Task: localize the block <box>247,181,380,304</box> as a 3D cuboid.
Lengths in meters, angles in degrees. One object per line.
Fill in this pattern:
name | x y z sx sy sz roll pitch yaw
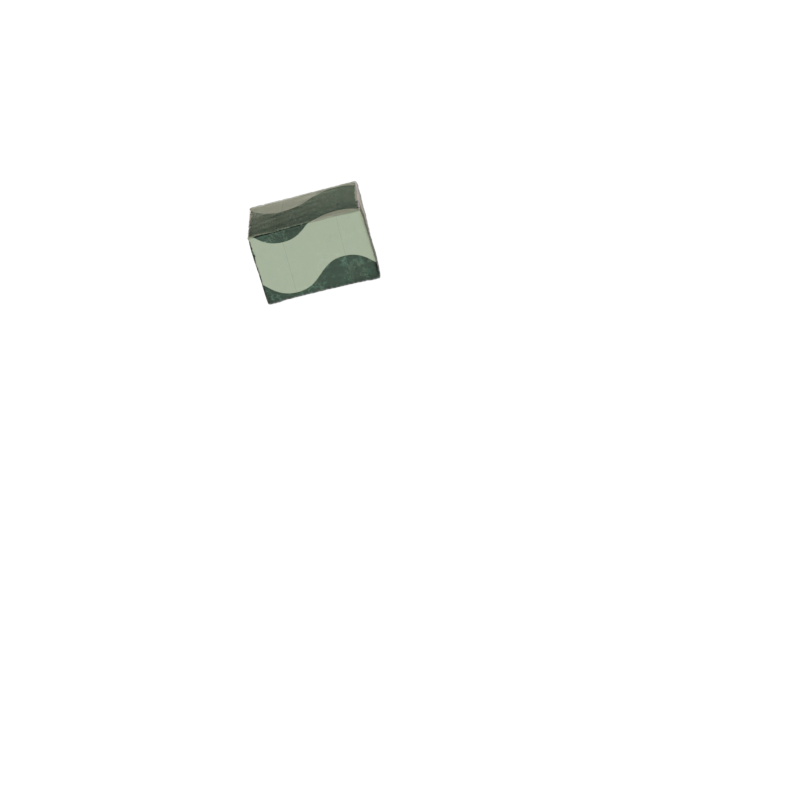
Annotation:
block | -0.058 -0.105 0.738 0.078 0.049 0.054 -13 29 5
